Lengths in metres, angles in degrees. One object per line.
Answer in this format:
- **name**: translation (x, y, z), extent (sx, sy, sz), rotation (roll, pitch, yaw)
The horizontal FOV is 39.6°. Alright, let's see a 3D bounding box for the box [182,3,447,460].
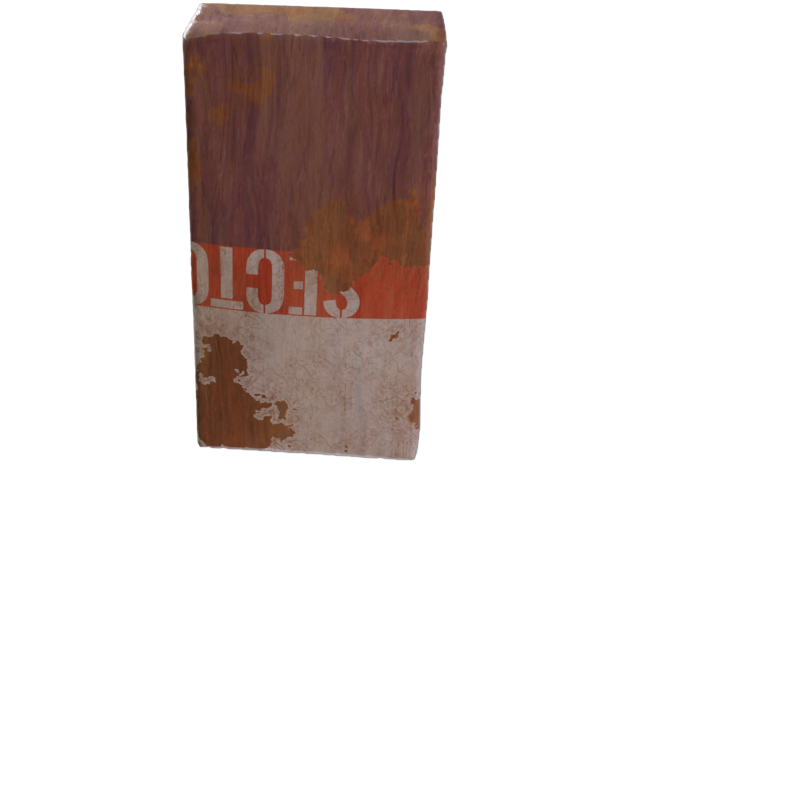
- **box**: translation (-0.034, -0.061, 0.429), extent (0.094, 0.166, 0.051), rotation (3, 31, 2)
